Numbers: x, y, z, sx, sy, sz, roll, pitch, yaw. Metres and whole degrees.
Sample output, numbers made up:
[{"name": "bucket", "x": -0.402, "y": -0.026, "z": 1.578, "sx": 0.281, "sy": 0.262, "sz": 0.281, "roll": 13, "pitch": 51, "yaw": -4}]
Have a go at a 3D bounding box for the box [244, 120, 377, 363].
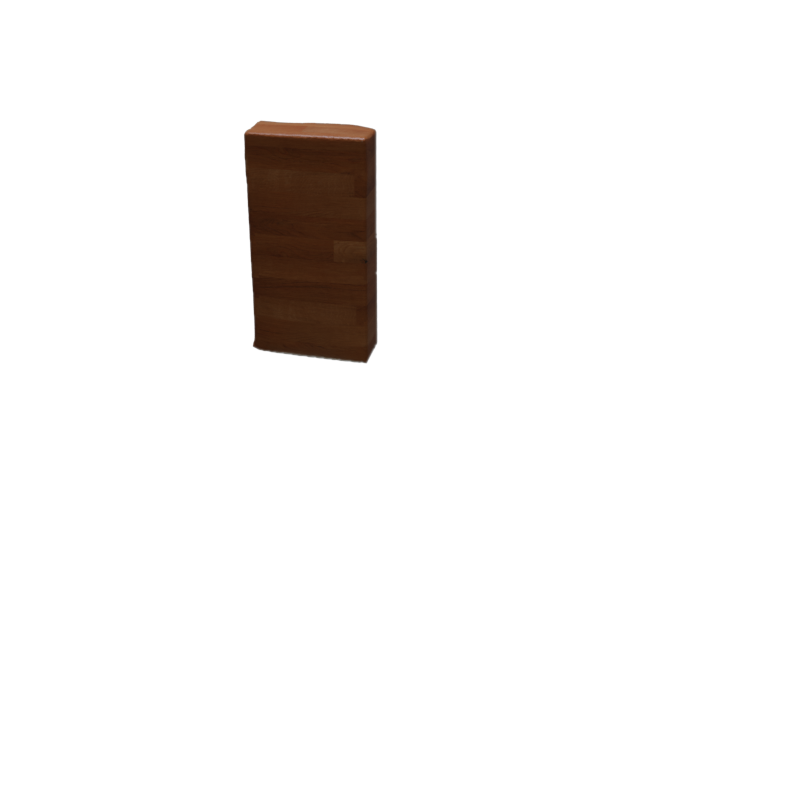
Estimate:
[{"name": "box", "x": -0.065, "y": -0.119, "z": 0.832, "sx": 0.095, "sy": 0.169, "sz": 0.049, "roll": 7, "pitch": 21, "yaw": 14}]
